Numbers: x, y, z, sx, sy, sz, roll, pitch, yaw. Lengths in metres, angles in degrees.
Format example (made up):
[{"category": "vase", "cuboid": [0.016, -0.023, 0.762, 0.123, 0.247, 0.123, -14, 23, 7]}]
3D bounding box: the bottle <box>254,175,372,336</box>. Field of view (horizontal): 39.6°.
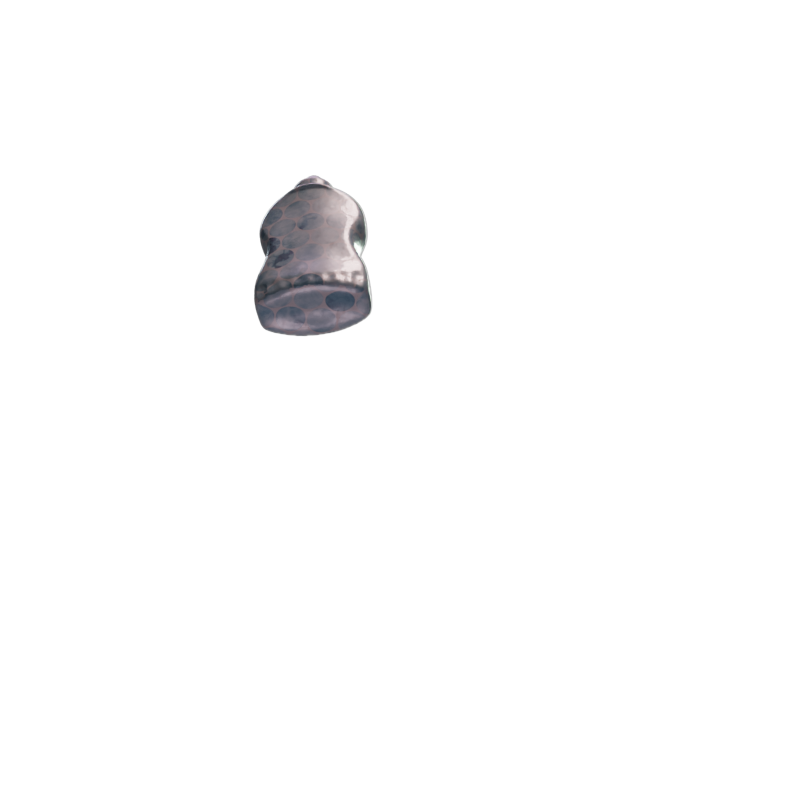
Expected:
[{"category": "bottle", "cuboid": [-0.077, -0.140, 0.980, 0.096, 0.054, 0.206, -10, 42, 5]}]
